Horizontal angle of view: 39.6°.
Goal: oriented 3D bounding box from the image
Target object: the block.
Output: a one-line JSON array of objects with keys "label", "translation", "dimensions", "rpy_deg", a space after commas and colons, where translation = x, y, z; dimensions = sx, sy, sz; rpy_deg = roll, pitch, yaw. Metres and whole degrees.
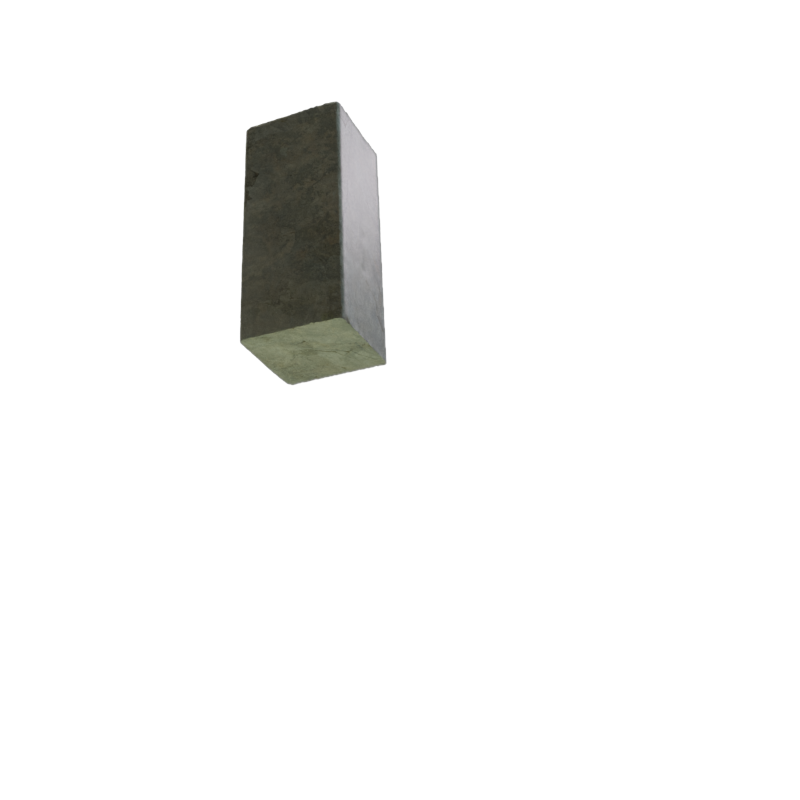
[{"label": "block", "translation": [-0.072, -0.131, 0.916], "dimensions": [0.092, 0.220, 0.083], "rpy_deg": [-14, -32, 20]}]
